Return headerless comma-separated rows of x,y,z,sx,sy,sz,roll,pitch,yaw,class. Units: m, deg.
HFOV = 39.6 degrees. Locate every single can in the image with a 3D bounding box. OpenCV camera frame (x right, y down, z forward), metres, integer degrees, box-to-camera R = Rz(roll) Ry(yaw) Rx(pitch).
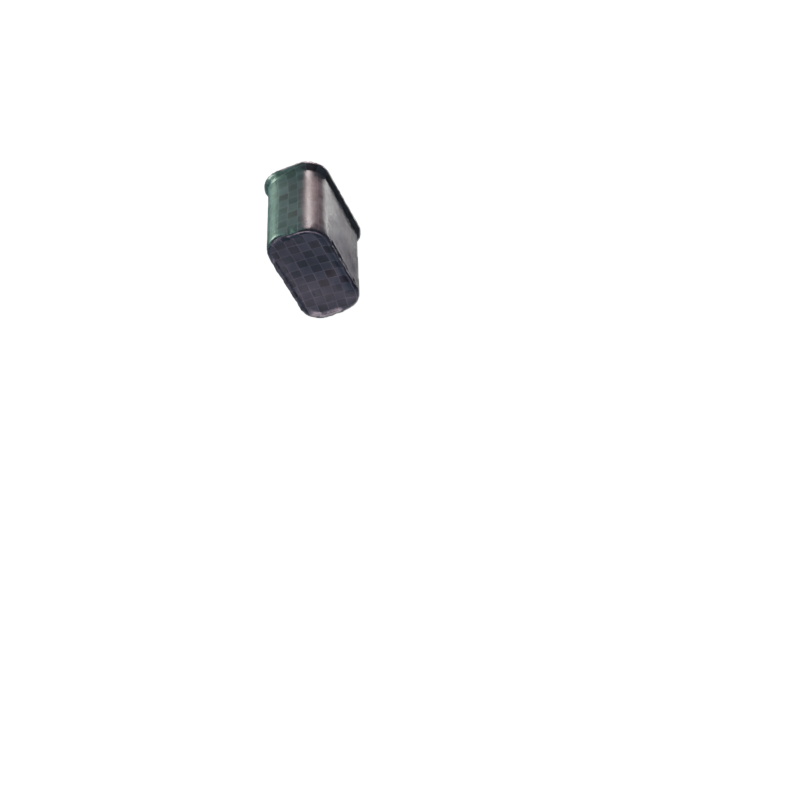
-0.072,-0.131,0.913,0.058,0.090,0.094,-18,-47,15,can
